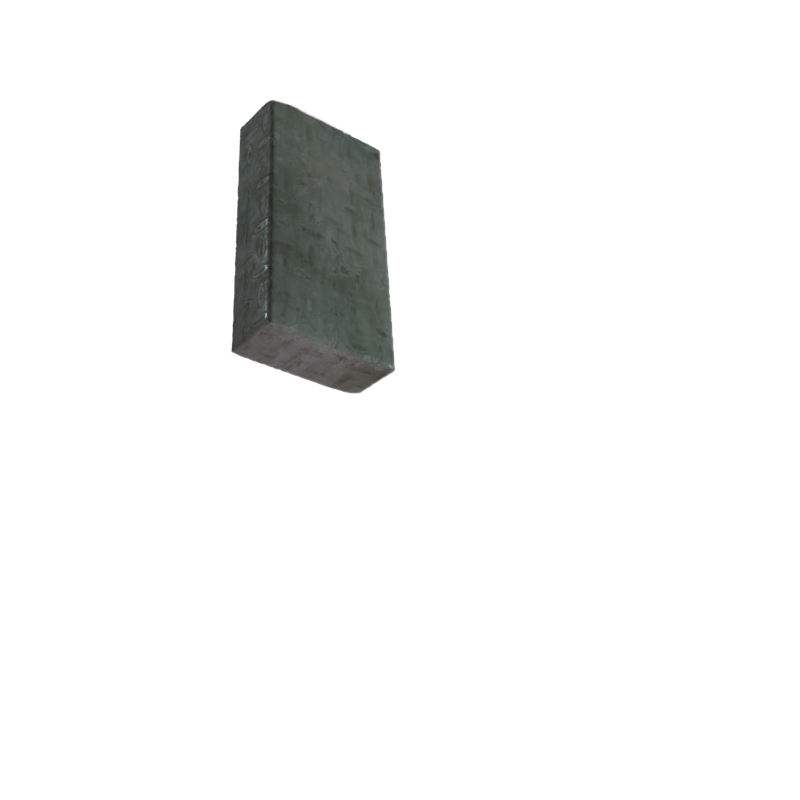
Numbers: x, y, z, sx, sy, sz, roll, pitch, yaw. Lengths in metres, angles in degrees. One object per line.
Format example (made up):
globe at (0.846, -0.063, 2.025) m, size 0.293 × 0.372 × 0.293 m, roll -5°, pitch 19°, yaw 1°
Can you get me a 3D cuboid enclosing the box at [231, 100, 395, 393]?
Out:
box at (-0.054, -0.098, 0.688) m, size 0.088 × 0.188 × 0.047 m, roll 20°, pitch -39°, yaw -31°
